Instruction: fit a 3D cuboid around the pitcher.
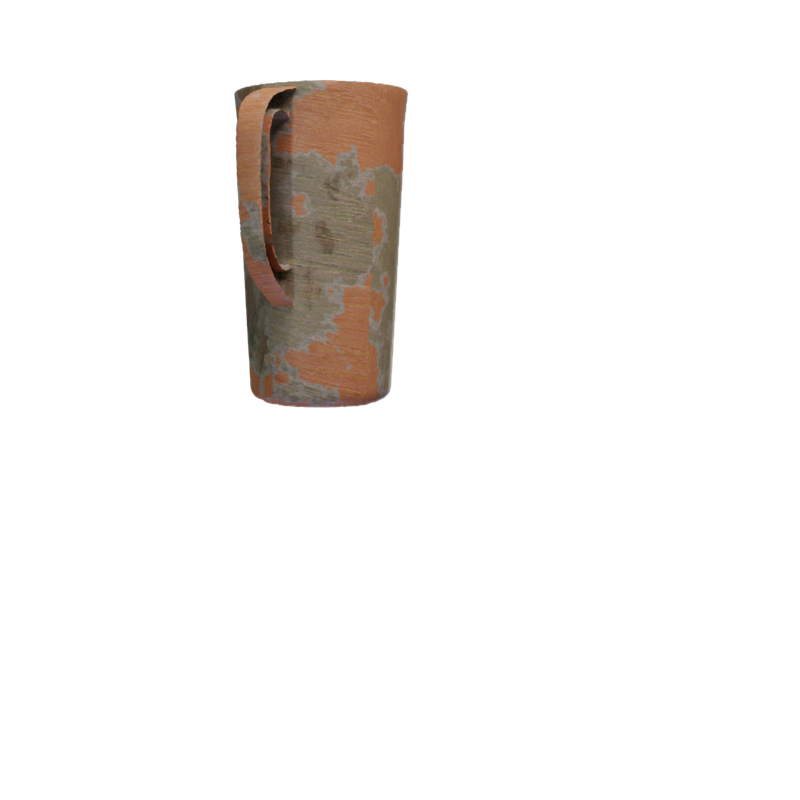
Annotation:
[{"bbox_3d":[-0.066,-0.120,0.841,0.146,0.243,0.148,0,1,-20],"label":"pitcher"}]
